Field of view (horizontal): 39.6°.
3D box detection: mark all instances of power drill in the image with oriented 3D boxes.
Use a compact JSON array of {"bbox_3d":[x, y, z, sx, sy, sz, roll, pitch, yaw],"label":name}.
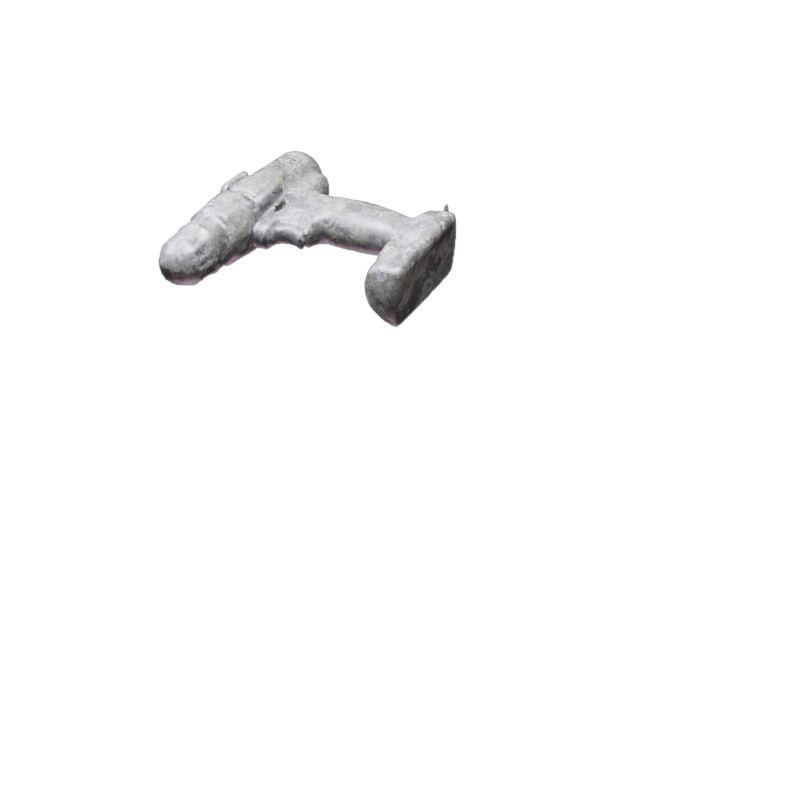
[{"bbox_3d":[-0.066,-0.121,0.847,0.197,0.054,0.188,22,45,23],"label":"power drill"}]
